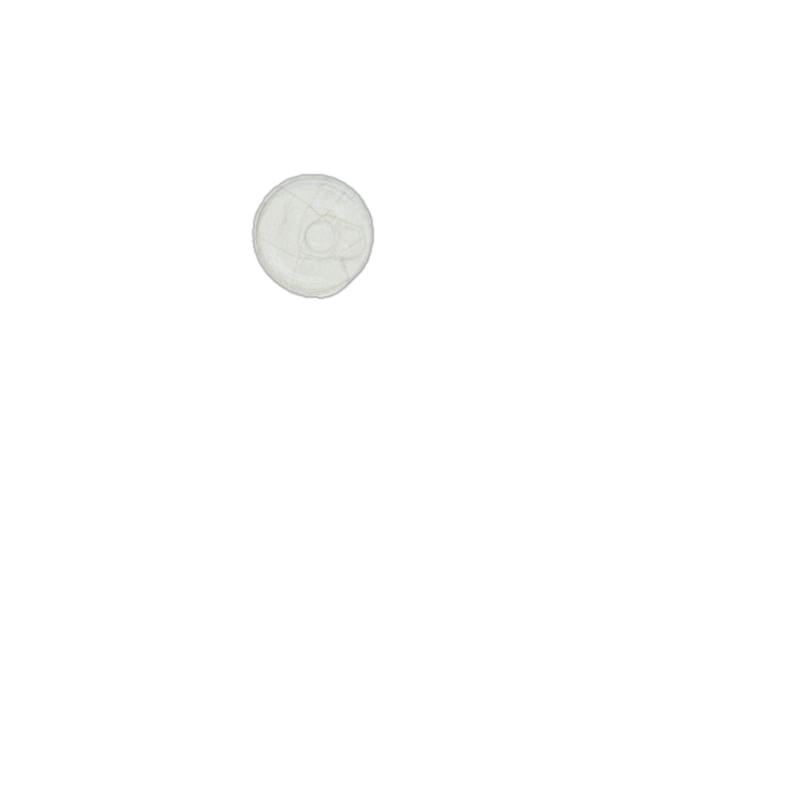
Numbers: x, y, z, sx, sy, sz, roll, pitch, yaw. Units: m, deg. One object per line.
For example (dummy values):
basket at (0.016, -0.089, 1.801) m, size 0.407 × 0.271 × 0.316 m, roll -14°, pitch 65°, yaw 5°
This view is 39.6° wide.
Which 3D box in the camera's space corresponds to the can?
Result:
can at (-0.053, -0.096, 0.673) m, size 0.068 × 0.069 × 0.102 m, roll 0°, pitch 1°, yaw -3°
